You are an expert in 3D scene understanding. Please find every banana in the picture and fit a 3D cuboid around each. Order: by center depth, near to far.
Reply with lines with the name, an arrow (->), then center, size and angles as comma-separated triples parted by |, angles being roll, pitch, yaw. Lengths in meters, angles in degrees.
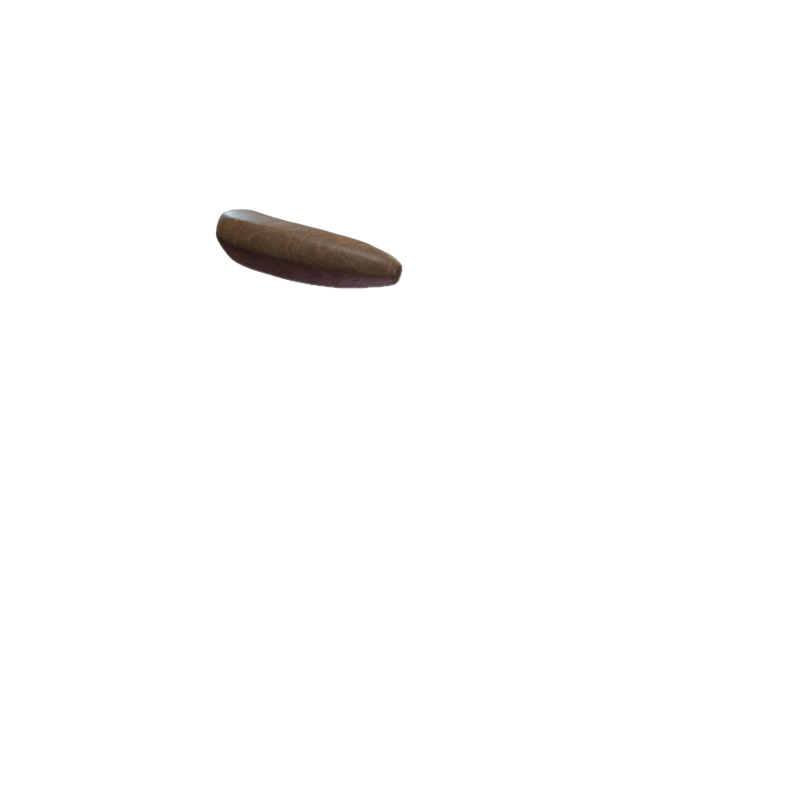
banana -> -0.076, -0.105, 0.744 | 0.068, 0.036, 0.209 | -9, 20, -28
